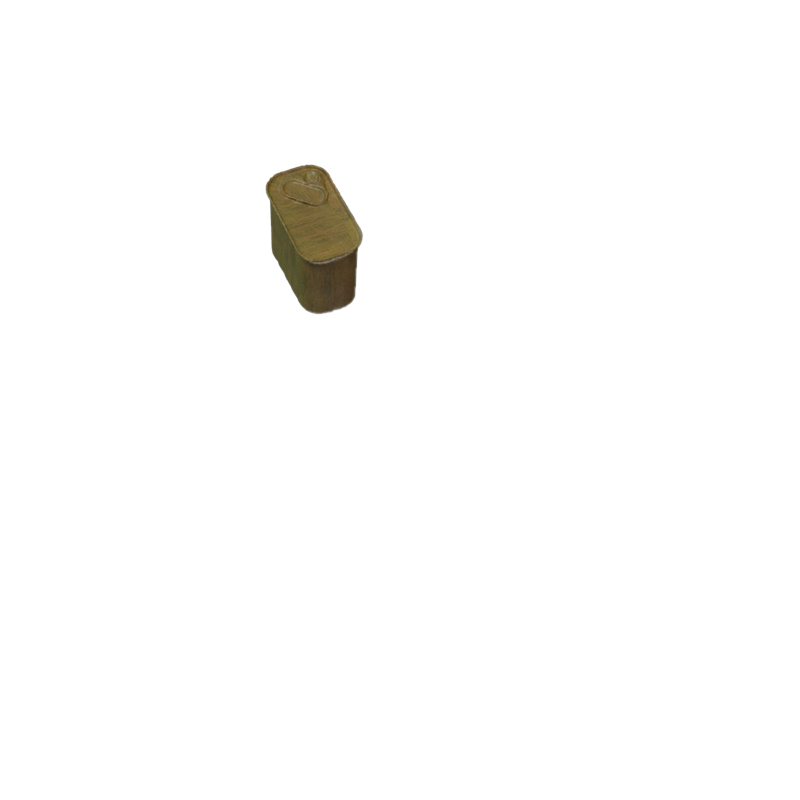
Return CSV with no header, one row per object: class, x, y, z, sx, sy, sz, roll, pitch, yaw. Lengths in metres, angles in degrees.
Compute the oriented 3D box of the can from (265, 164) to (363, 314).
can,-0.074,-0.136,0.949,0.057,0.110,0.078,-19,-32,-15
